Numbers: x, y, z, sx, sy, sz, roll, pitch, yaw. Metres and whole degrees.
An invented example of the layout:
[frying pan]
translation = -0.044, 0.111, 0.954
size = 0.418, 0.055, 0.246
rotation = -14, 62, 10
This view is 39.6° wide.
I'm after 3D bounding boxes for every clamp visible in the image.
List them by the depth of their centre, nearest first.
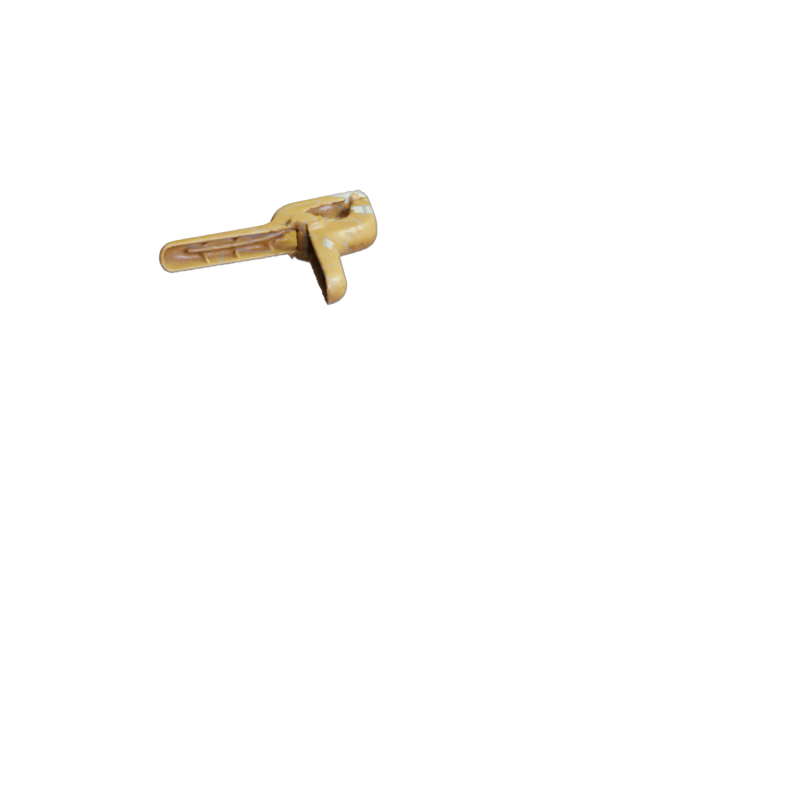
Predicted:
[clamp]
translation = -0.072, -0.131, 0.919
size = 0.173, 0.035, 0.210
rotation = 17, 31, 30
